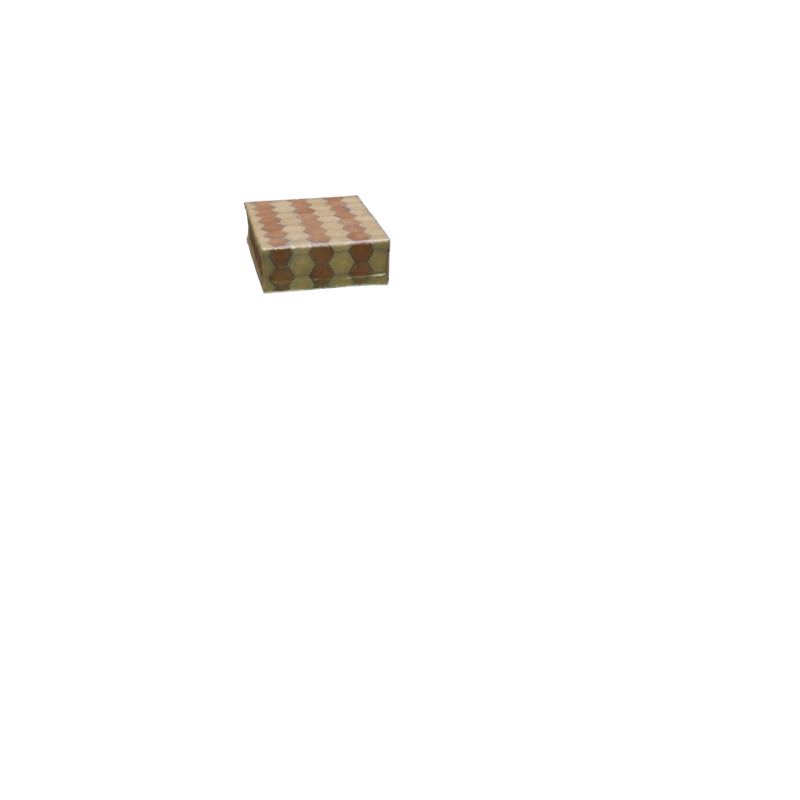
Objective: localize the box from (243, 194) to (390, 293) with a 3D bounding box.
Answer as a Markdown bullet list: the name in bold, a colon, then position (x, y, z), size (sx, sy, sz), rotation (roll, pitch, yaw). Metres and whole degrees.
- **box**: position (-0.063, -0.115, 0.803), size (0.089, 0.037, 0.120), rotation (-5, 24, -11)
